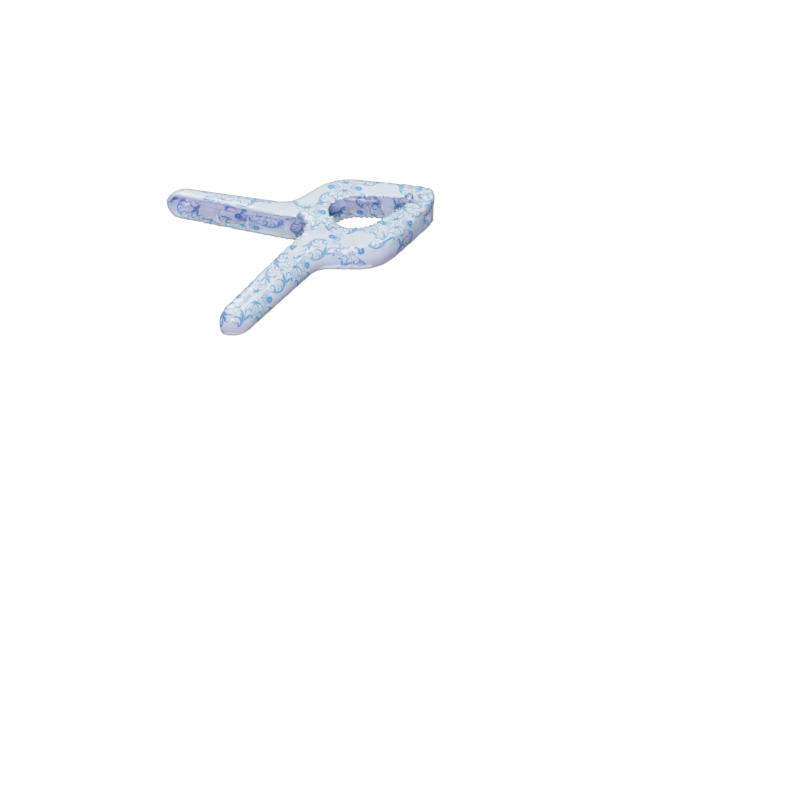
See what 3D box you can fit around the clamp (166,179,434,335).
[{"bbox_3d":[-0.068,-0.124,0.866,0.208,0.034,0.178,-11,46,-10],"label":"clamp"}]
